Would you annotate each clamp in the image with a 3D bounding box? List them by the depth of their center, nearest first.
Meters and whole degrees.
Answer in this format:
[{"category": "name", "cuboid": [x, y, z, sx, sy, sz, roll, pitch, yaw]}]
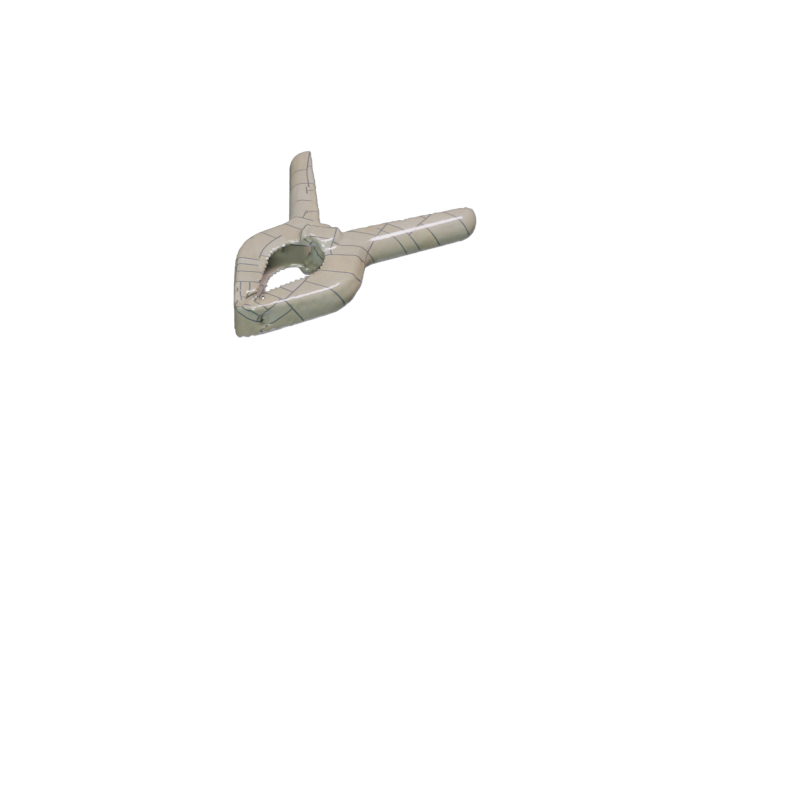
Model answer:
[{"category": "clamp", "cuboid": [-0.065, -0.118, 0.829, 0.174, 0.034, 0.213, 27, 47, 27]}]
